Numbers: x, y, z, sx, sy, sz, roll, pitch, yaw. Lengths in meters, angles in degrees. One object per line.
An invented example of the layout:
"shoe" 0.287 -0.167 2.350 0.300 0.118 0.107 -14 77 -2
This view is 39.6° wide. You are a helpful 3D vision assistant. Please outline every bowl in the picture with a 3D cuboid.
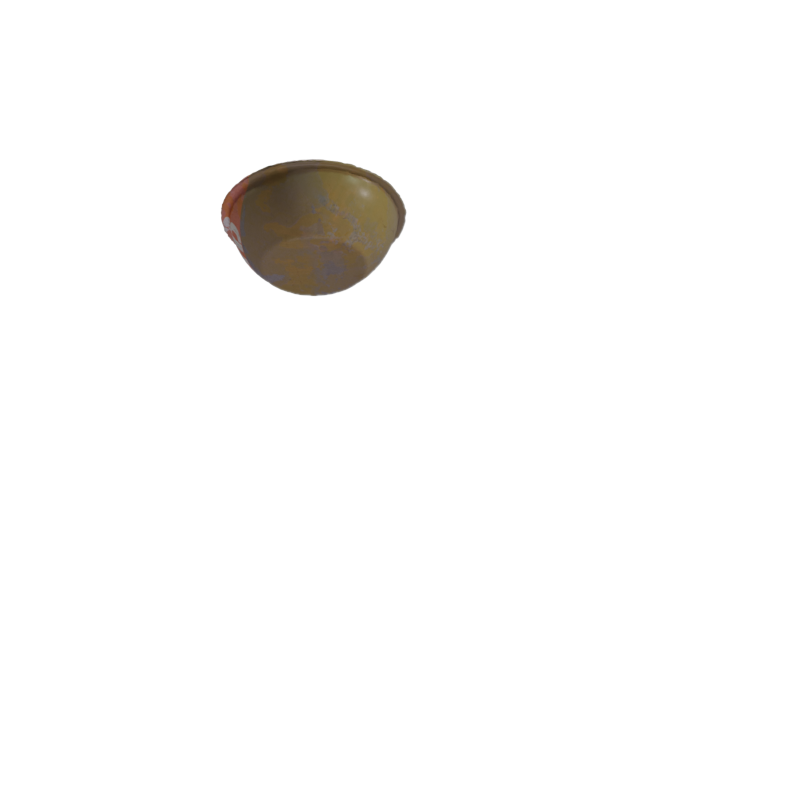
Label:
"bowl" -0.075 -0.136 0.955 0.162 0.059 0.152 1 -29 -2
